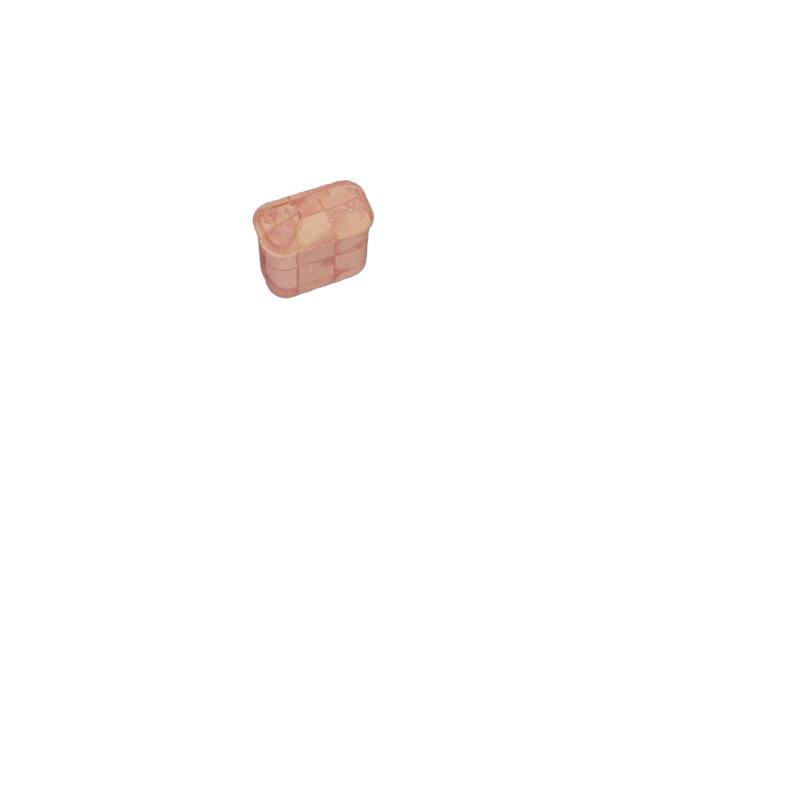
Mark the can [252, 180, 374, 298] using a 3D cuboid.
[{"bbox_3d":[-0.077,-0.141,0.988,0.101,0.061,0.079,-19,-23,-11],"label":"can"}]
